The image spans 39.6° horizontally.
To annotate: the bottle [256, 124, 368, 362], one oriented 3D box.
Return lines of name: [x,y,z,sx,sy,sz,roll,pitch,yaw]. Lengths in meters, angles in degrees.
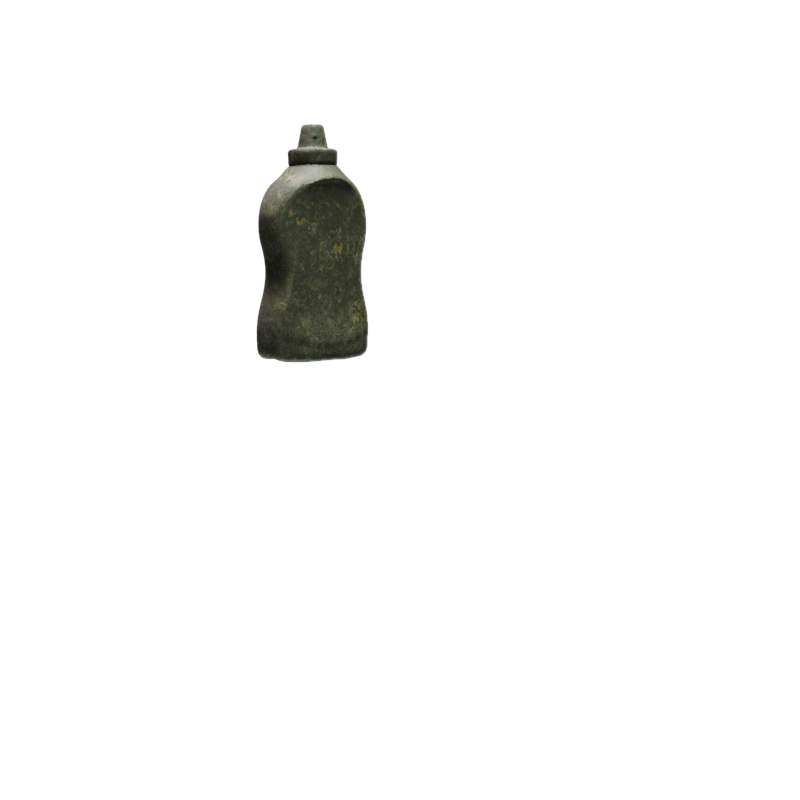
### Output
bottle: [-0.072,-0.130,0.911,0.093,0.191,0.061,-1,2,-37]
